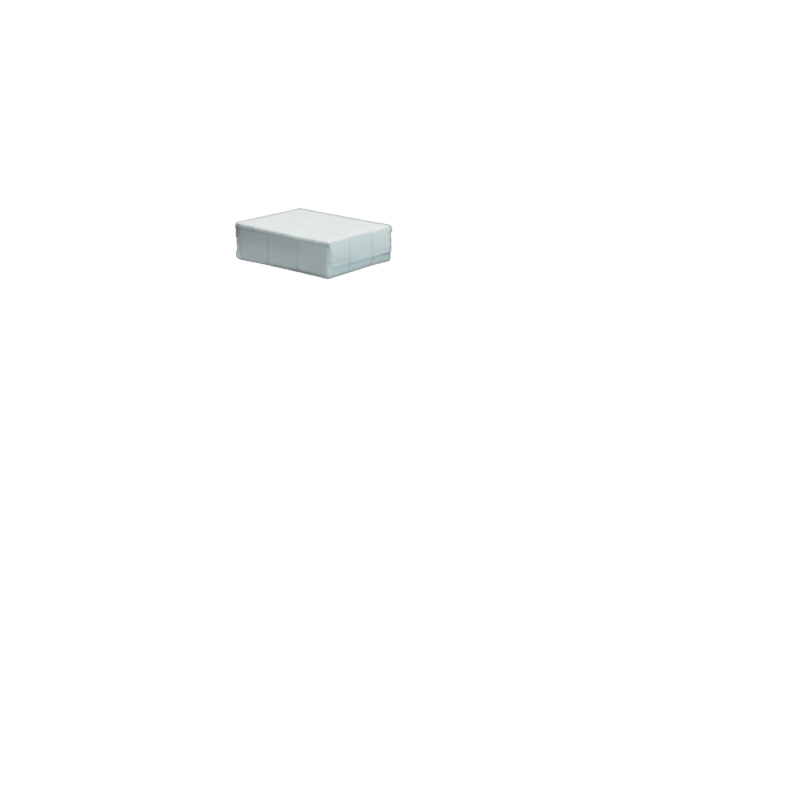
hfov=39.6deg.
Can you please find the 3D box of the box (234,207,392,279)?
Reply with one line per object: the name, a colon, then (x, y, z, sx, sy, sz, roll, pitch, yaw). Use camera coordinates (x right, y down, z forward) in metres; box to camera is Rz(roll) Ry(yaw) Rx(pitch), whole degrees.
box: (-0.078, -0.142, 0.993, 0.119, 0.038, 0.088, 14, 22, 36)
